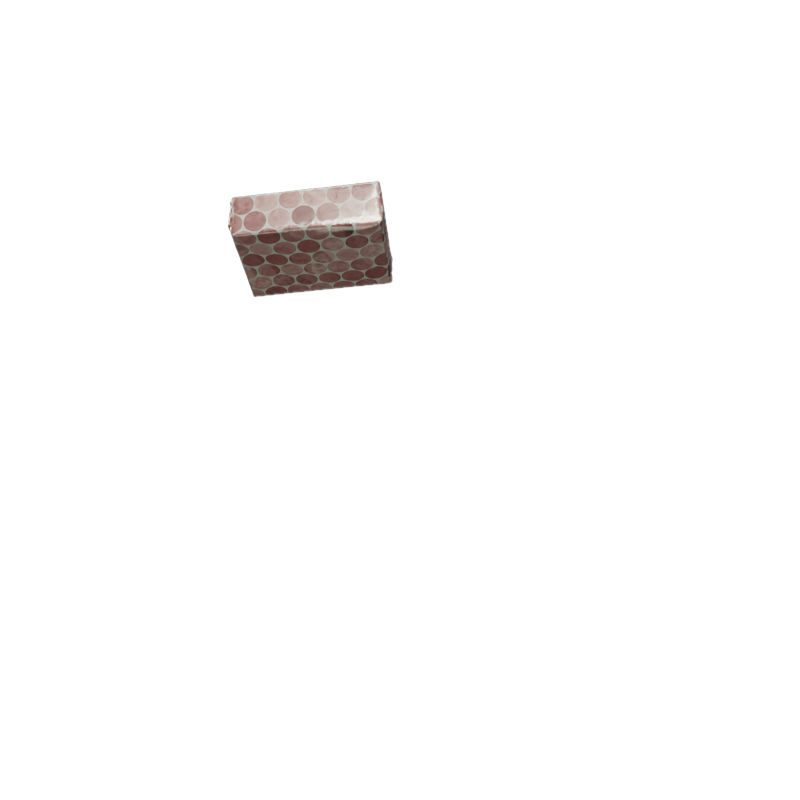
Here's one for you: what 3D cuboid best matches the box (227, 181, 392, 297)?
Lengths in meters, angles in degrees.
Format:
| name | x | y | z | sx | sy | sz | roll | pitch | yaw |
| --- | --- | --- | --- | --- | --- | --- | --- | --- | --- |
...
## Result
| name | x | y | z | sx | sy | sz | roll | pitch | yaw |
| --- | --- | --- | --- | --- | --- | --- | --- | --- | --- |
| box | -0.065 | -0.119 | 0.833 | 0.114 | 0.041 | 0.084 | -3 | -28 | 6 |
